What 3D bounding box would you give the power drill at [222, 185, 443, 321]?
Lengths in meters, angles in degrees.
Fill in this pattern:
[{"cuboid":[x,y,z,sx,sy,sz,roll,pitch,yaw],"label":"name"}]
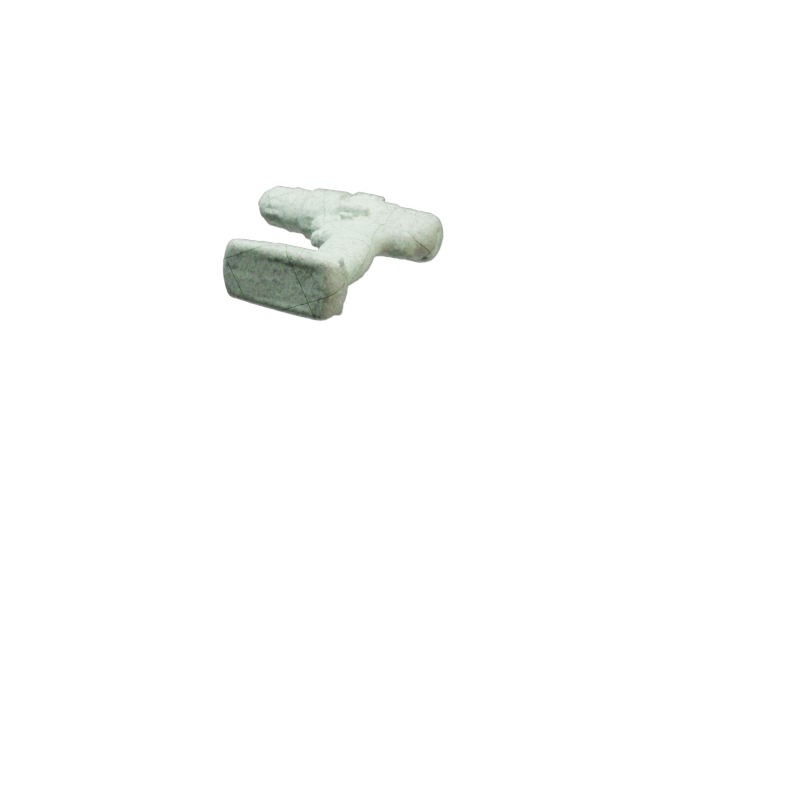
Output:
[{"cuboid":[-0.076,-0.139,0.973,0.192,0.054,0.190,13,30,23],"label":"power drill"}]
